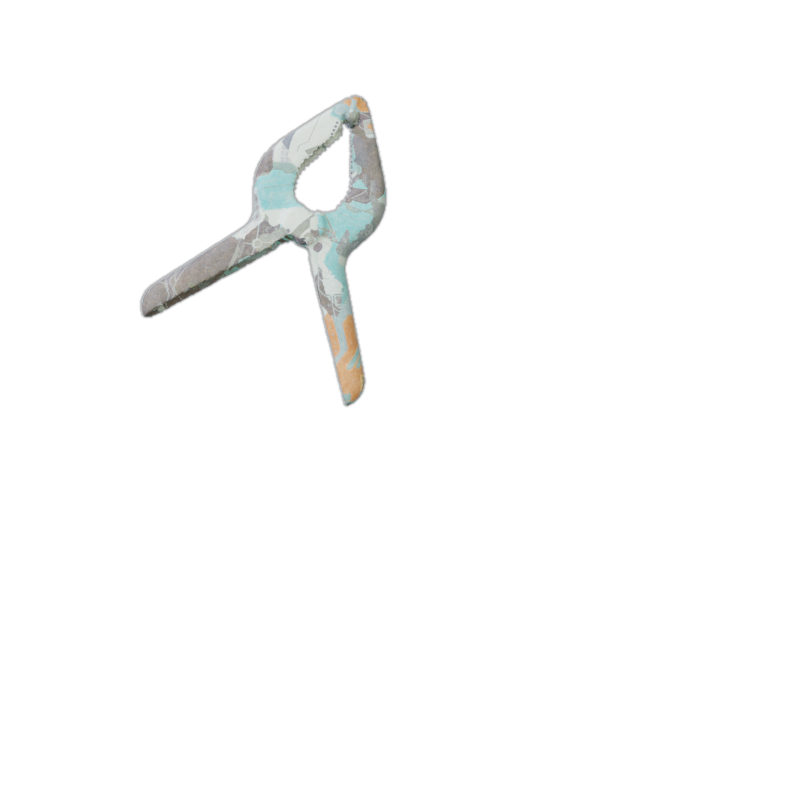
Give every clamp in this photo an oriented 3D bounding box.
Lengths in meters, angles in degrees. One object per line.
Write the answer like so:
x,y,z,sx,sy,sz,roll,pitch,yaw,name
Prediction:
-0.061,-0.111,0.777,0.166,0.213,0.035,30,-9,5,clamp
